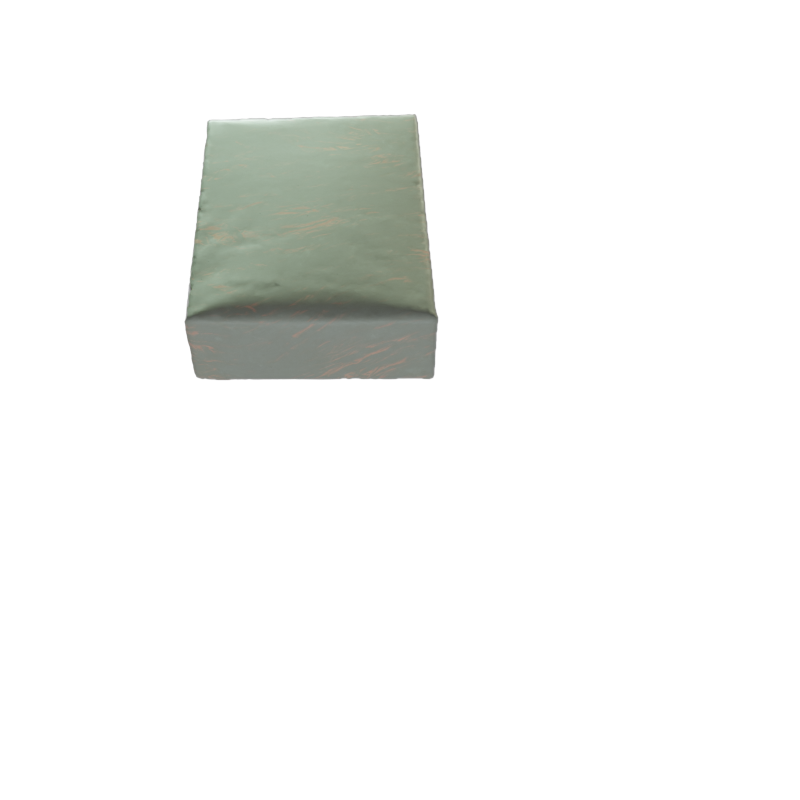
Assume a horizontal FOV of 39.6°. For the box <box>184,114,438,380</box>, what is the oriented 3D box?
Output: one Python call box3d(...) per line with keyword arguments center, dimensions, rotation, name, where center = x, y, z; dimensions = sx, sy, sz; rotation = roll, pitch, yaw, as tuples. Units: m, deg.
box3d(center=(-0.063, -0.114, 0.800), dimensions=(0.164, 0.230, 0.067), rotation=(-2, -43, -1), name="box")
